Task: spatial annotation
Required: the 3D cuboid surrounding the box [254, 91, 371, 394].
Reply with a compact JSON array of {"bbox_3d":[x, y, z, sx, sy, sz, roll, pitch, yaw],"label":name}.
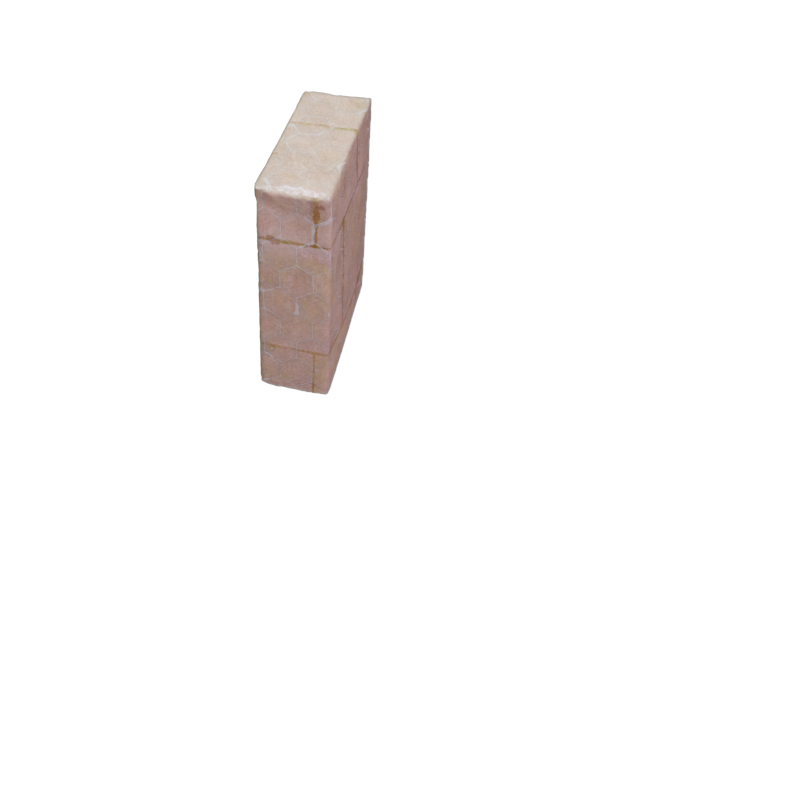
[{"bbox_3d":[-0.077,-0.140,0.980,0.073,0.199,0.173,8,41,6],"label":"box"}]
